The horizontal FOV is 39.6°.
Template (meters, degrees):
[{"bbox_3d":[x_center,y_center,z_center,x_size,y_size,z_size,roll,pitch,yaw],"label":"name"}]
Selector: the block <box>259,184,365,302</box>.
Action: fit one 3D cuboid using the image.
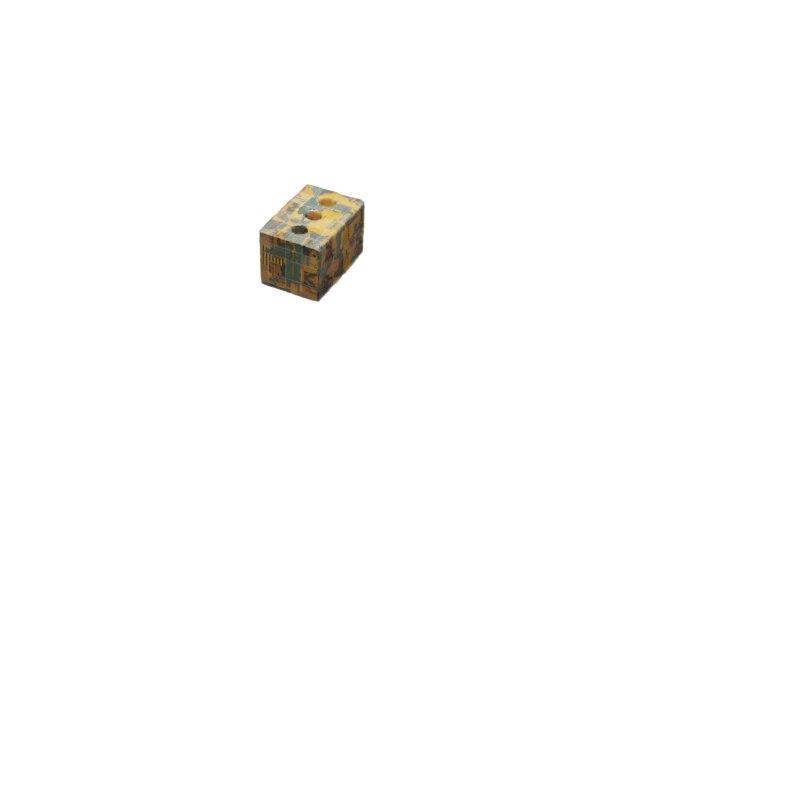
[{"bbox_3d":[-0.067,-0.122,0.856,0.055,0.048,0.080,17,42,19],"label":"block"}]
